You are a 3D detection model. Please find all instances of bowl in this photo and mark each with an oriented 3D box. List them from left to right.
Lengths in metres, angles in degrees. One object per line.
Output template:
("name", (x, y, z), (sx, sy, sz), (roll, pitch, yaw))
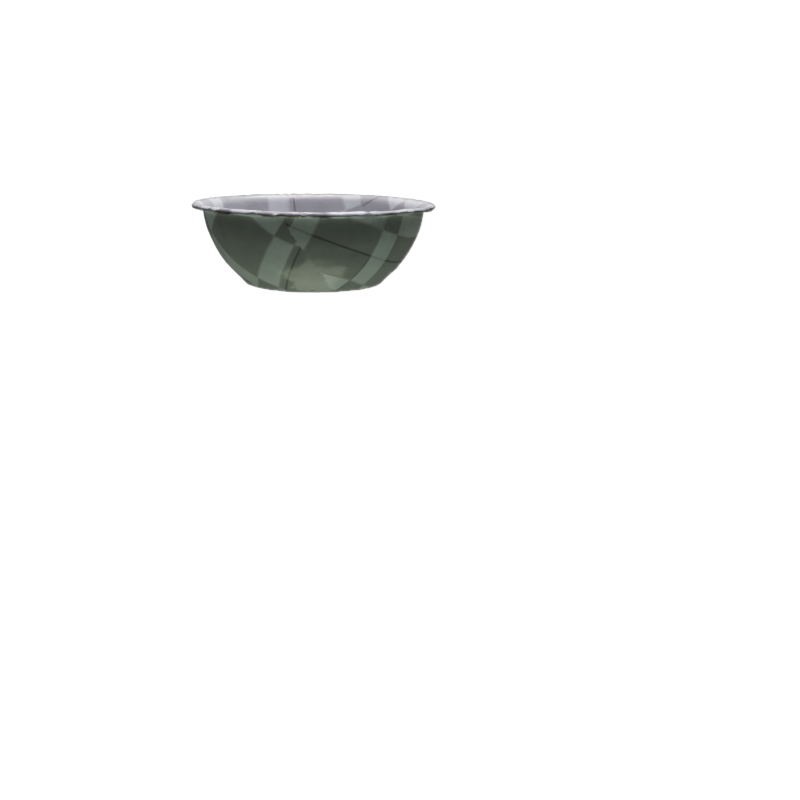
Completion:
("bowl", (-0.058, -0.106, 0.742), (0.162, 0.054, 0.167), (0, 14, -2))
